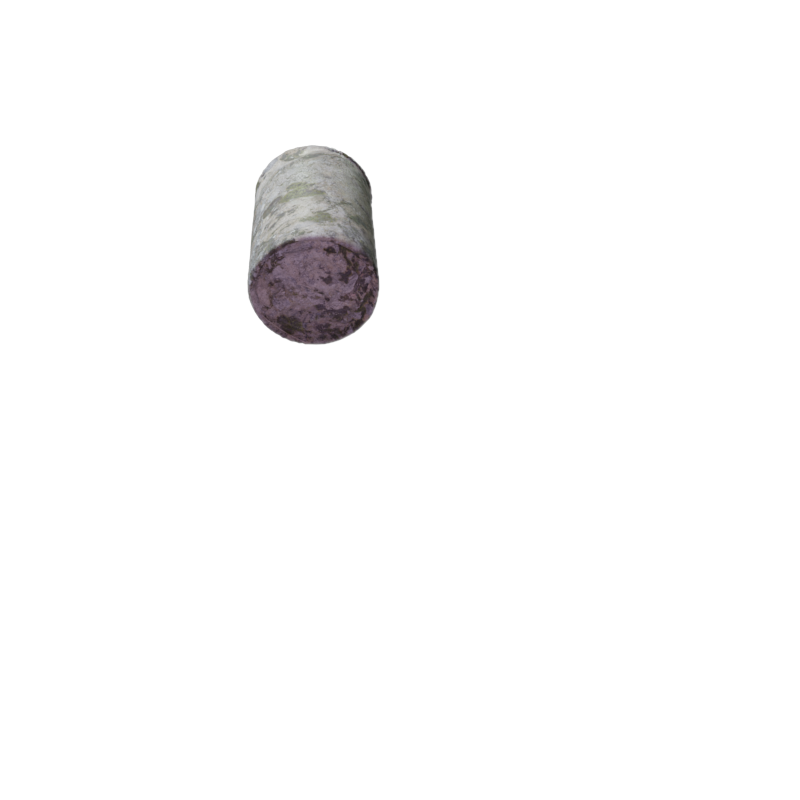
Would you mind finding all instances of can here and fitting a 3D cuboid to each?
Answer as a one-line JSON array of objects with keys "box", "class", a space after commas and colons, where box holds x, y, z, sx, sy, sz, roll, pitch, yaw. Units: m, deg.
[{"box": [-0.047, -0.085, 0.597, 0.068, 0.064, 0.109, -1, 35, -3], "class": "can"}]
